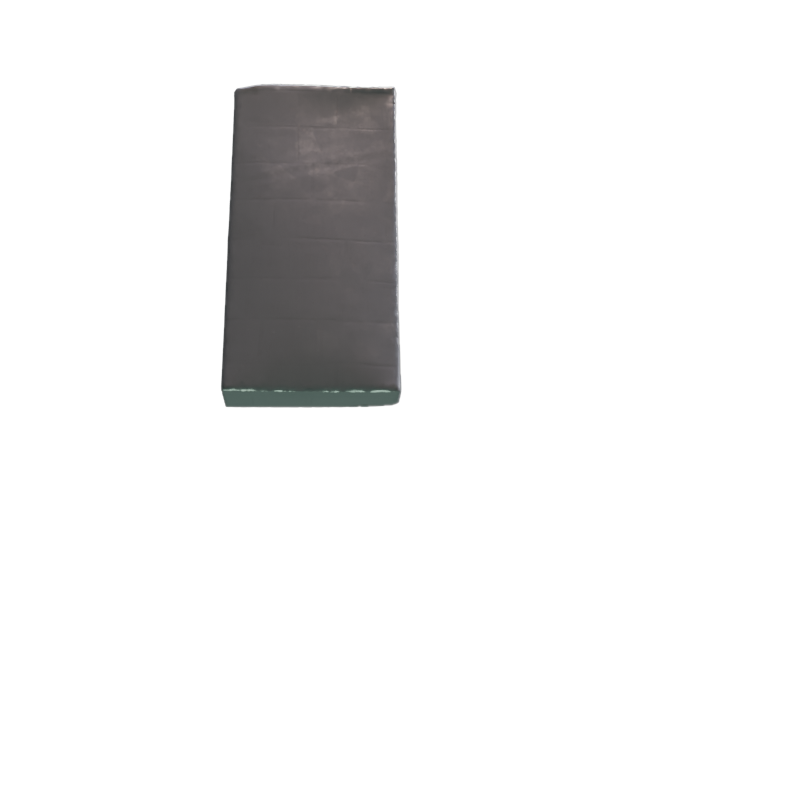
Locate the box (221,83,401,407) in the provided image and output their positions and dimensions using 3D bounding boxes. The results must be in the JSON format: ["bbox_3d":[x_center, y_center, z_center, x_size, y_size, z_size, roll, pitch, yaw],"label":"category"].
[{"bbox_3d":[-0.047,-0.086,0.601,0.093,0.184,0.046,-1,-19,-2],"label":"box"}]
